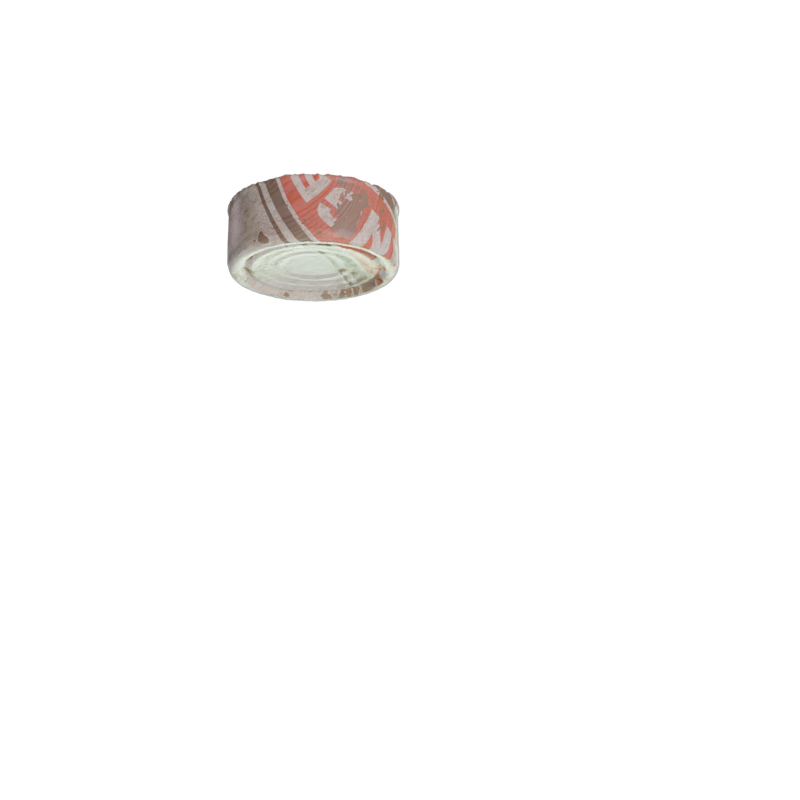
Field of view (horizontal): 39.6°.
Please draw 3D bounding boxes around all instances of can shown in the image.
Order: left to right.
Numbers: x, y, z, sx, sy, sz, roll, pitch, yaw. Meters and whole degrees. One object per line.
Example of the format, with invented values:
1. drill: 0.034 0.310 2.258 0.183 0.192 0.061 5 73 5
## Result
1. can: -0.043 -0.078 0.548 0.086 0.035 0.082 0 -17 -2
